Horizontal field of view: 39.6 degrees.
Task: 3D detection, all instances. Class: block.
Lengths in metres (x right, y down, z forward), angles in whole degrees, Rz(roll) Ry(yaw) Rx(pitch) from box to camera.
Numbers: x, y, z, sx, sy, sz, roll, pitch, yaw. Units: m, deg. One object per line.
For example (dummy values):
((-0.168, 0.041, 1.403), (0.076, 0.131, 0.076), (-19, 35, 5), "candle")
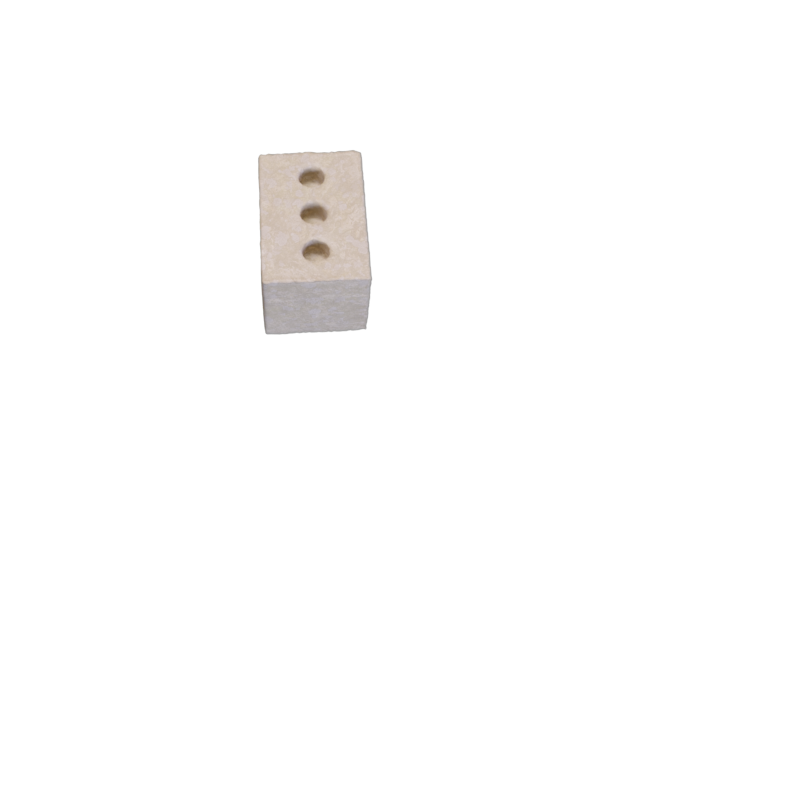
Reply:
((-0.043, -0.078, 0.548), (0.052, 0.083, 0.048), (-3, -31, -4), "block")
